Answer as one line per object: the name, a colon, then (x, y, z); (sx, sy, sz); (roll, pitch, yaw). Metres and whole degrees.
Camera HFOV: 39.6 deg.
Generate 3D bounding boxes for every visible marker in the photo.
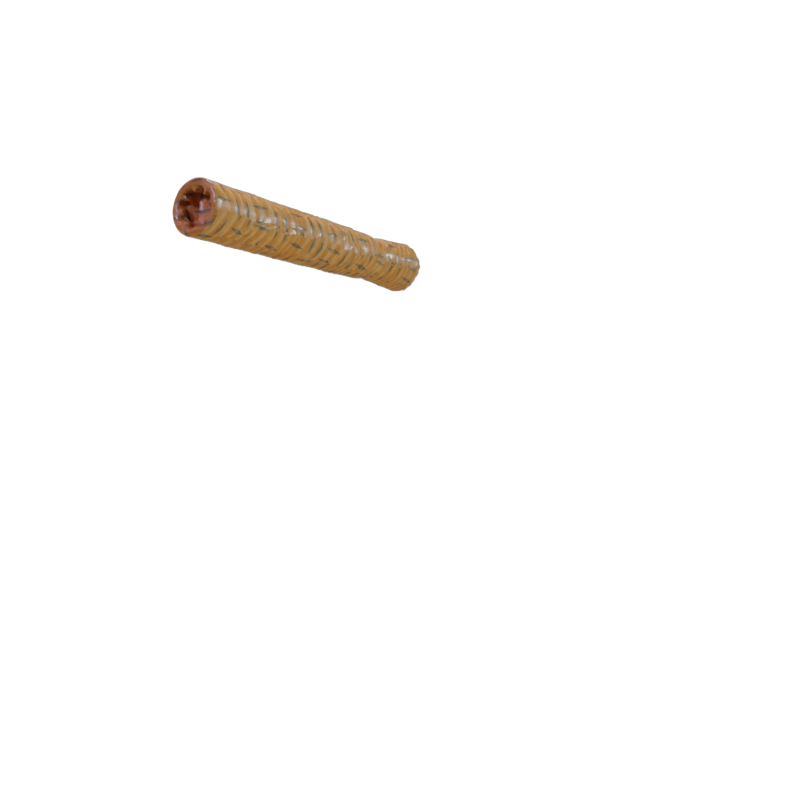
marker: (-0.030, -0.055, 0.384); (0.020, 0.020, 0.115); (3, -3, 36)
